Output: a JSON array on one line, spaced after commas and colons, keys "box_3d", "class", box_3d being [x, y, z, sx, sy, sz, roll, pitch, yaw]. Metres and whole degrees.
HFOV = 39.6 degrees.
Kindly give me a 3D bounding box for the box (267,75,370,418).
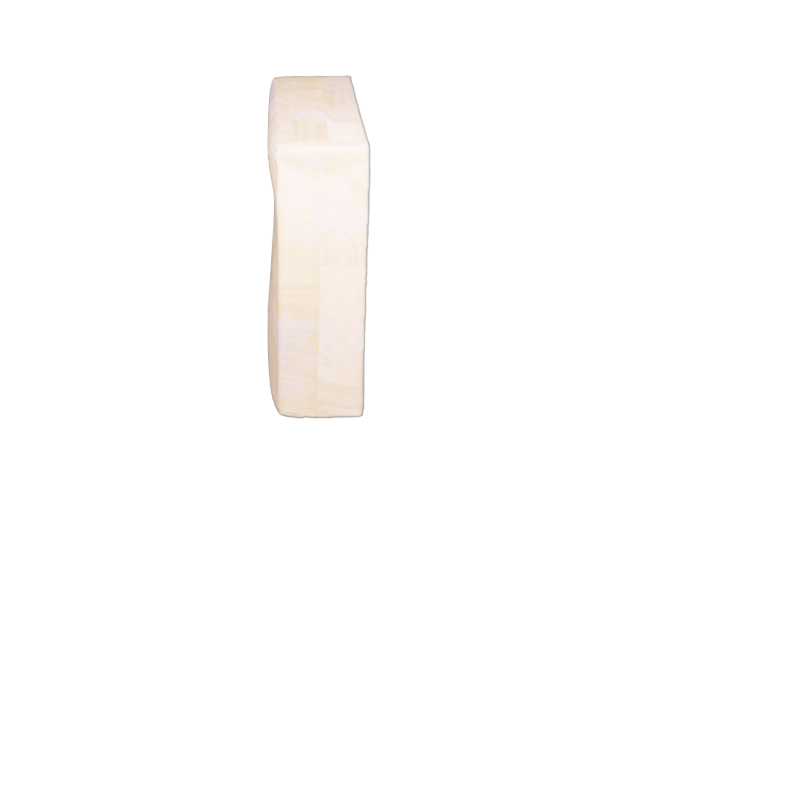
[{"box_3d": [-0.065, -0.119, 0.834, 0.071, 0.202, 0.175, -1, 28, -6], "class": "box"}]
